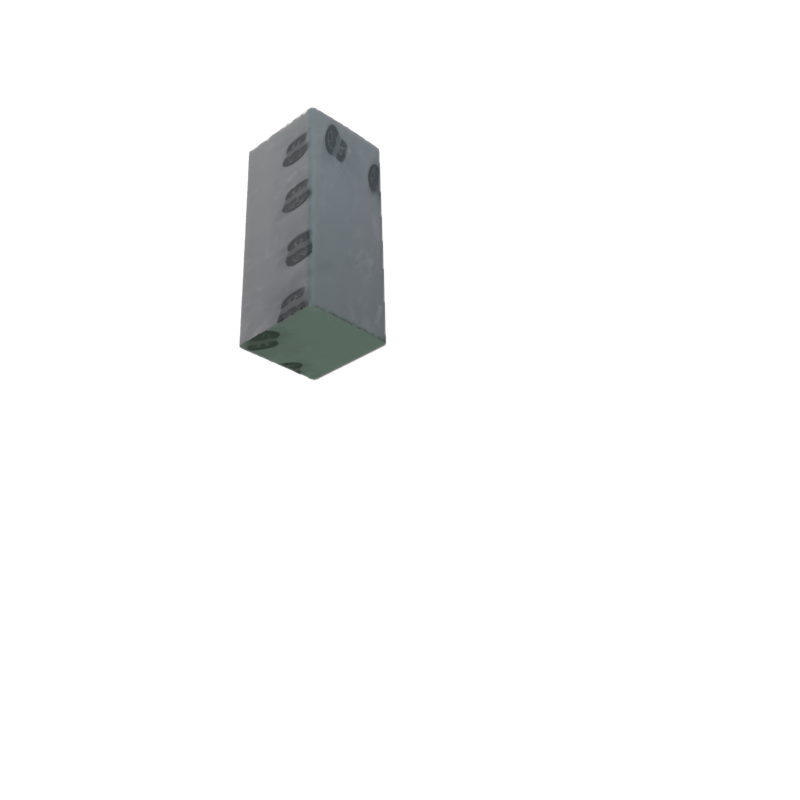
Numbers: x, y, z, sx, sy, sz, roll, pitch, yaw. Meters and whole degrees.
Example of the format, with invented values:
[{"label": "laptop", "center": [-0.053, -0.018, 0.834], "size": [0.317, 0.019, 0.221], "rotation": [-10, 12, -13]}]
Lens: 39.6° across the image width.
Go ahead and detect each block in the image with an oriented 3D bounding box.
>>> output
[{"label": "block", "center": [-0.075, -0.138, 0.964], "size": [0.090, 0.220, 0.084], "rotation": [-29, -41, 35]}]
